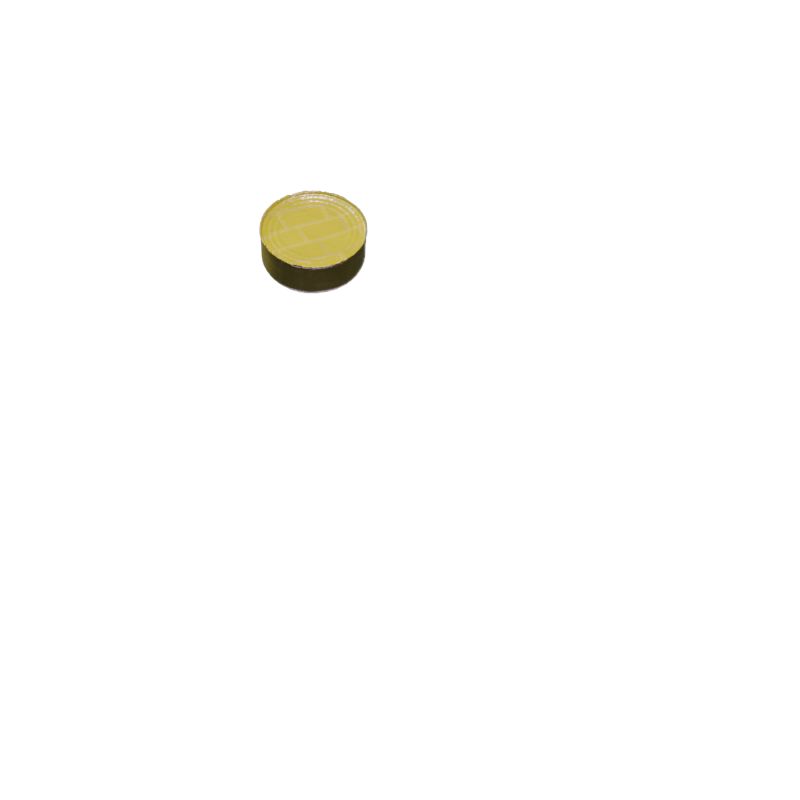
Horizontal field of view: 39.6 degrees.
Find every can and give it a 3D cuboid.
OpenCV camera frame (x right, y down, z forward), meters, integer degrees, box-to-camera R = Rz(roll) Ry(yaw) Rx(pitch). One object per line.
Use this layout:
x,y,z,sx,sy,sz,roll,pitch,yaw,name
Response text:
-0.070,-0.127,0.889,0.086,0.092,0.031,-1,-40,-1,can
